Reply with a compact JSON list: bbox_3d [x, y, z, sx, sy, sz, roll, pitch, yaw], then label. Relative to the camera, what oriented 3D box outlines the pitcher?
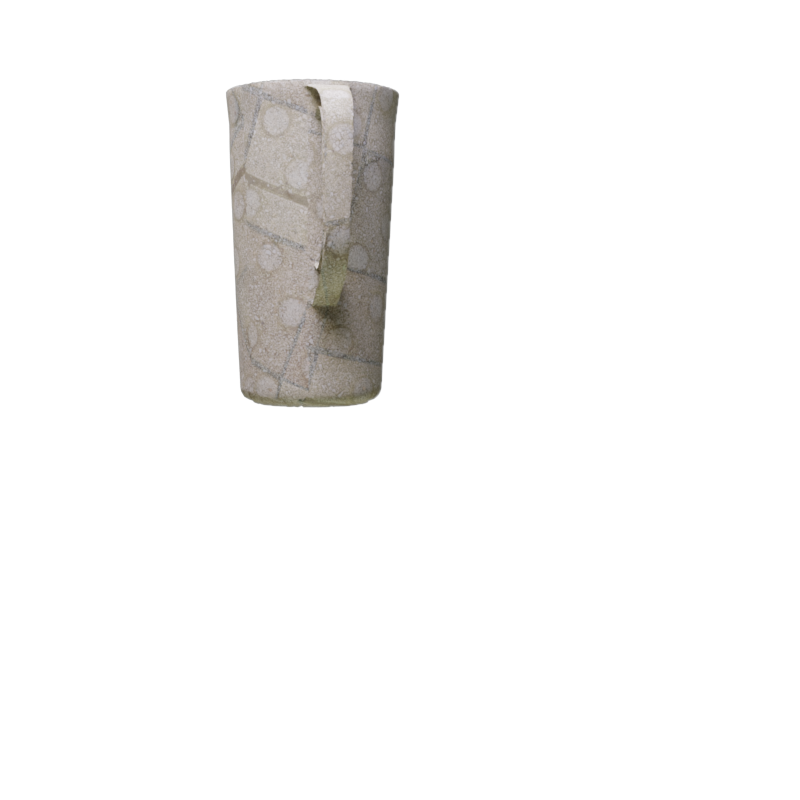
[{"bbox_3d":[-0.066,-0.120,0.839,0.150,0.244,0.144,0,0,31],"label":"pitcher"}]
